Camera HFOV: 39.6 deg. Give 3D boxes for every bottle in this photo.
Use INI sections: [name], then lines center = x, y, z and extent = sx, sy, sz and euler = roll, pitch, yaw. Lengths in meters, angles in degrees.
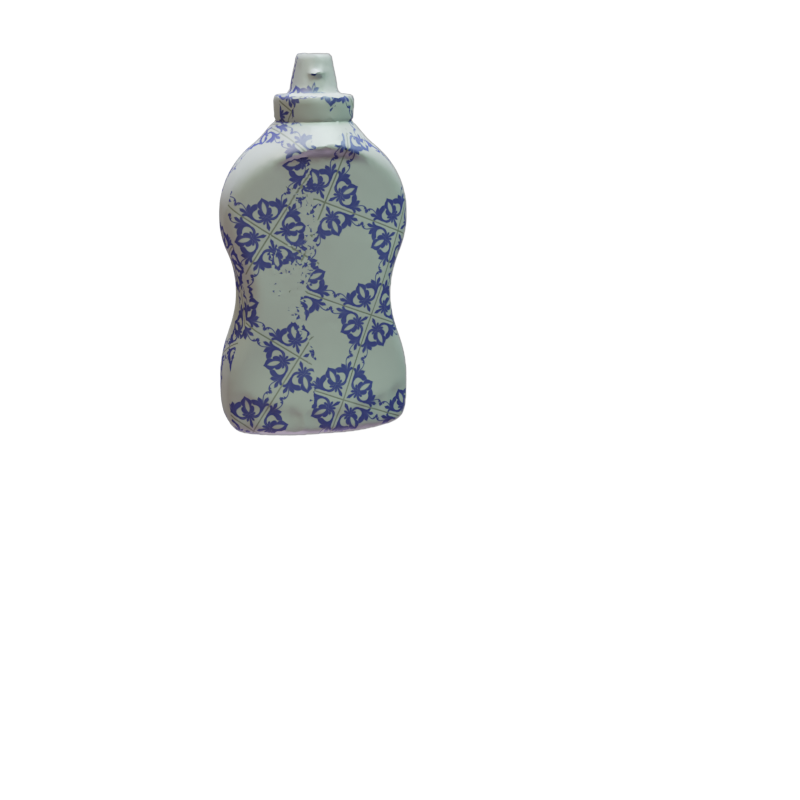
[bottle]
center = -0.045, -0.081, 0.571
extent = 0.094, 0.187, 0.061
euler = -2, 10, -13
